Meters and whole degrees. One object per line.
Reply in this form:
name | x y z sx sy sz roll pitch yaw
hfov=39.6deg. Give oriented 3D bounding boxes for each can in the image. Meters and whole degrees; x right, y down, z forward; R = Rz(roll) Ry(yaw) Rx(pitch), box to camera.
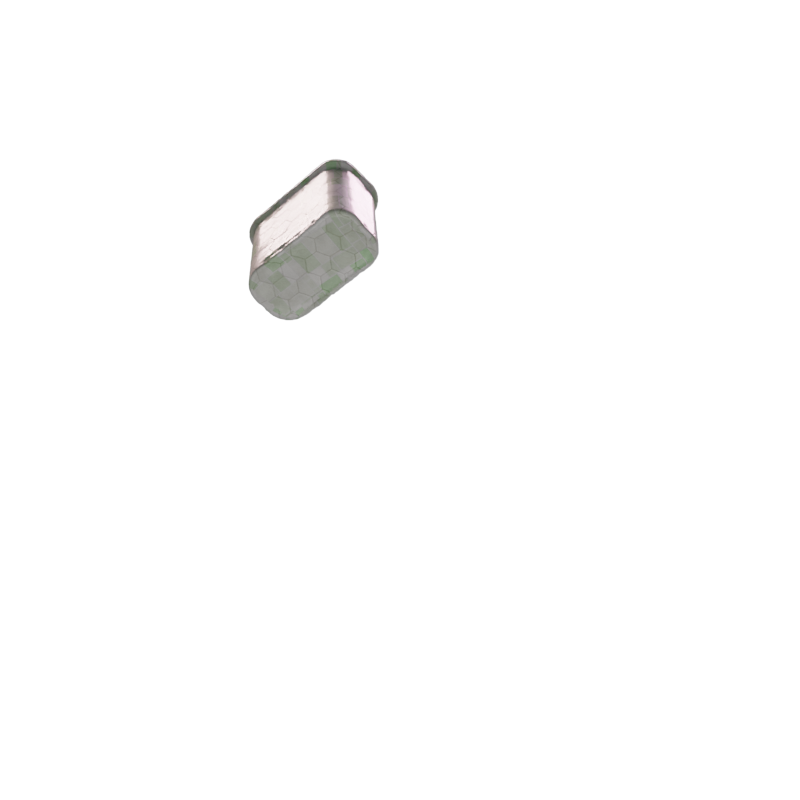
can | -0.063 -0.115 0.808 0.101 0.054 0.089 -37 27 19
